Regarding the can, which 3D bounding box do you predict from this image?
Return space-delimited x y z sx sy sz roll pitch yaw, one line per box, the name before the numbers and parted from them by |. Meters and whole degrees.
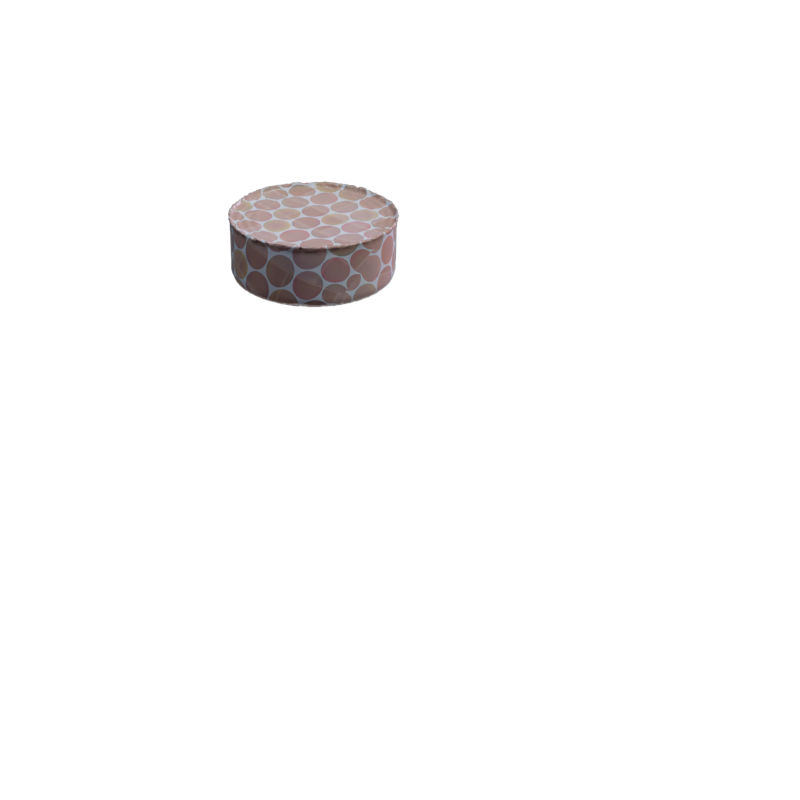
can | -0.044 -0.080 0.564 0.086 0.032 0.091 -1 30 -2
